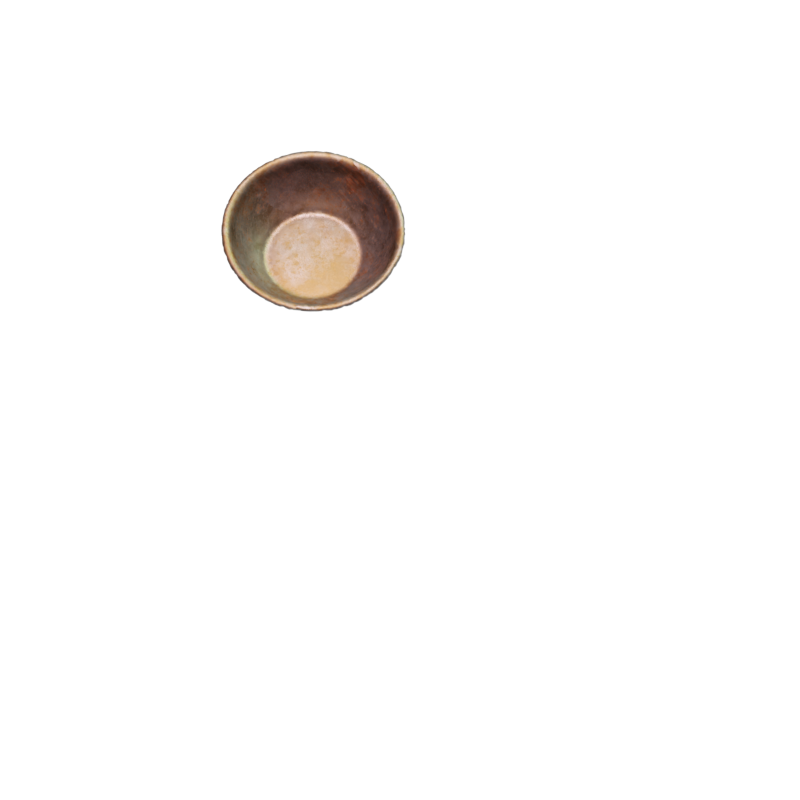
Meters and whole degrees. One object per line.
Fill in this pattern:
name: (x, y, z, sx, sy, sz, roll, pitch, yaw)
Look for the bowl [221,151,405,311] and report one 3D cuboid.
bowl: (-0.078, -0.142, 0.994, 0.162, 0.172, 0.052, -1, -26, -1)
